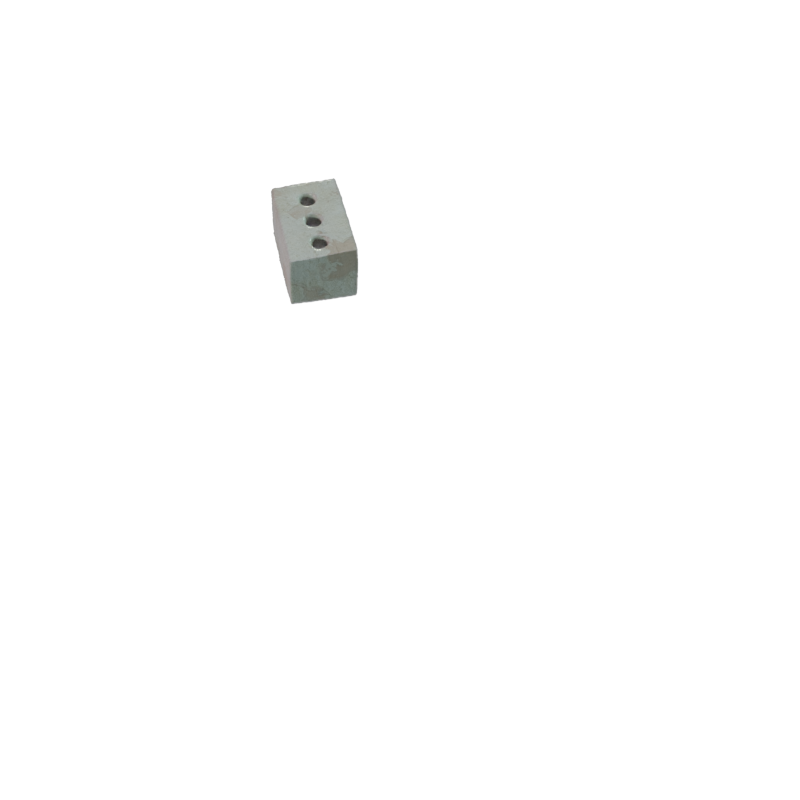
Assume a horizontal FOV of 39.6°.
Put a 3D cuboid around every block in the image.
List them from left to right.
[{"bbox_3d":[-0.066,-0.121,0.846,0.052,0.084,0.048,-10,-37,-10],"label":"block"}]
